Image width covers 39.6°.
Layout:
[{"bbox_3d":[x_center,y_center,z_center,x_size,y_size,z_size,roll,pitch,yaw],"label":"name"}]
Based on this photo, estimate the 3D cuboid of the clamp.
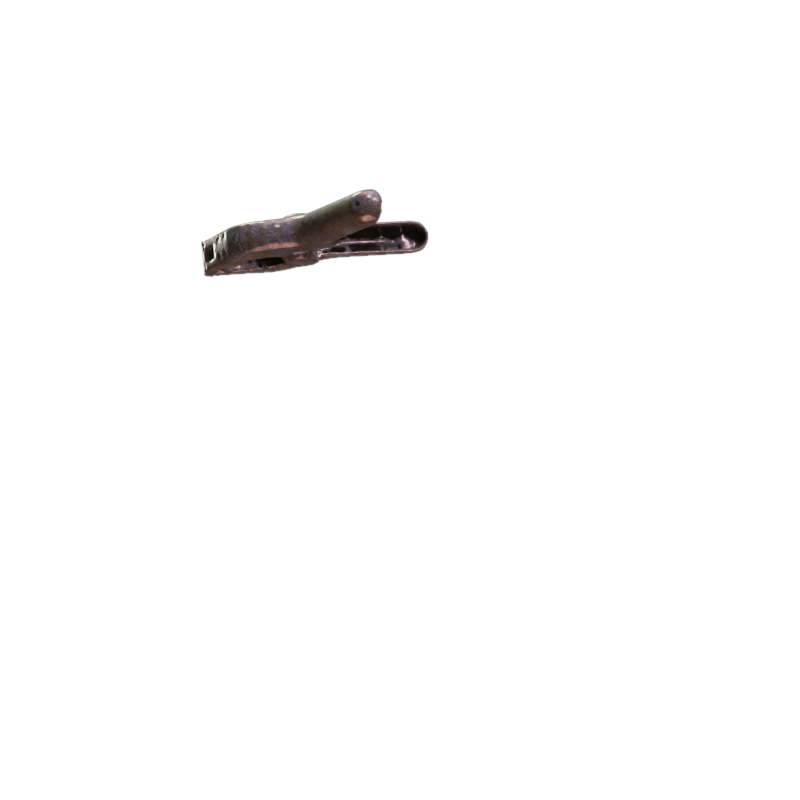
[{"bbox_3d":[-0.065,-0.119,0.835,0.175,0.041,0.113,-6,-13,29],"label":"clamp"}]
